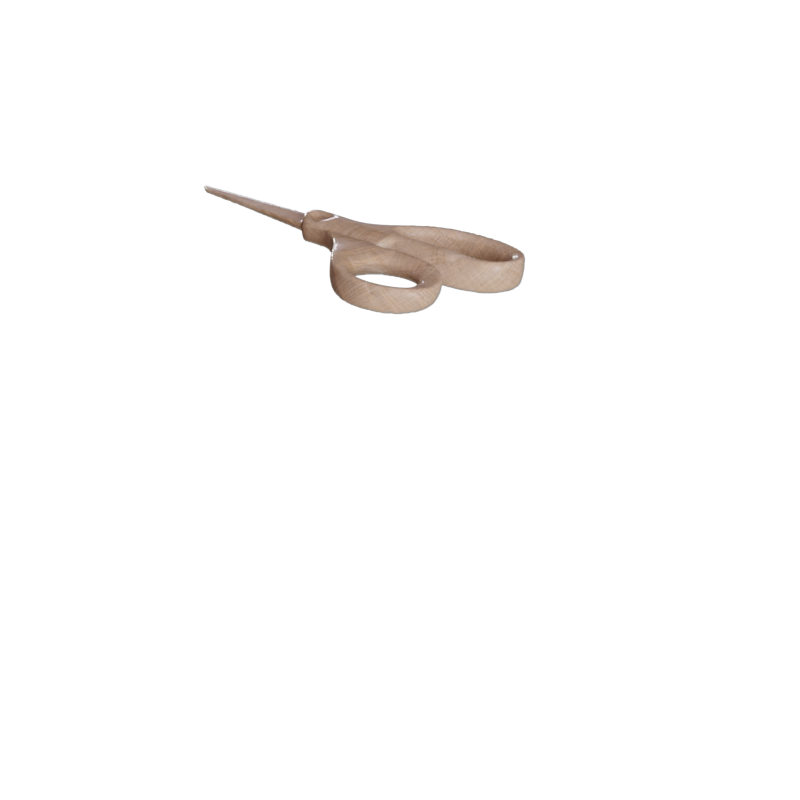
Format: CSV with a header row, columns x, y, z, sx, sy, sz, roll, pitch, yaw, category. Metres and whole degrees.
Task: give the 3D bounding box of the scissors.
x,y,z,sx,sy,sz,roll,pitch,yaw,category
-0.042,-0.076,0.532,0.211,0.015,0.096,15,29,29,scissors
